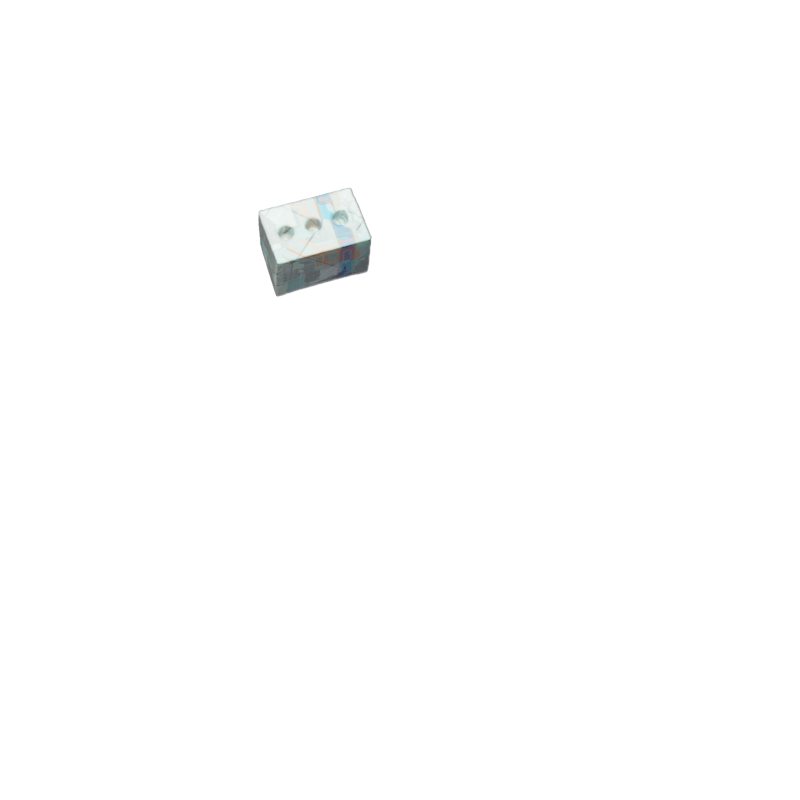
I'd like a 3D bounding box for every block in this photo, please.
[{"bbox_3d":[-0.068,-0.124,0.869,0.077,0.056,0.048,-17,-26,-10],"label":"block"}]
